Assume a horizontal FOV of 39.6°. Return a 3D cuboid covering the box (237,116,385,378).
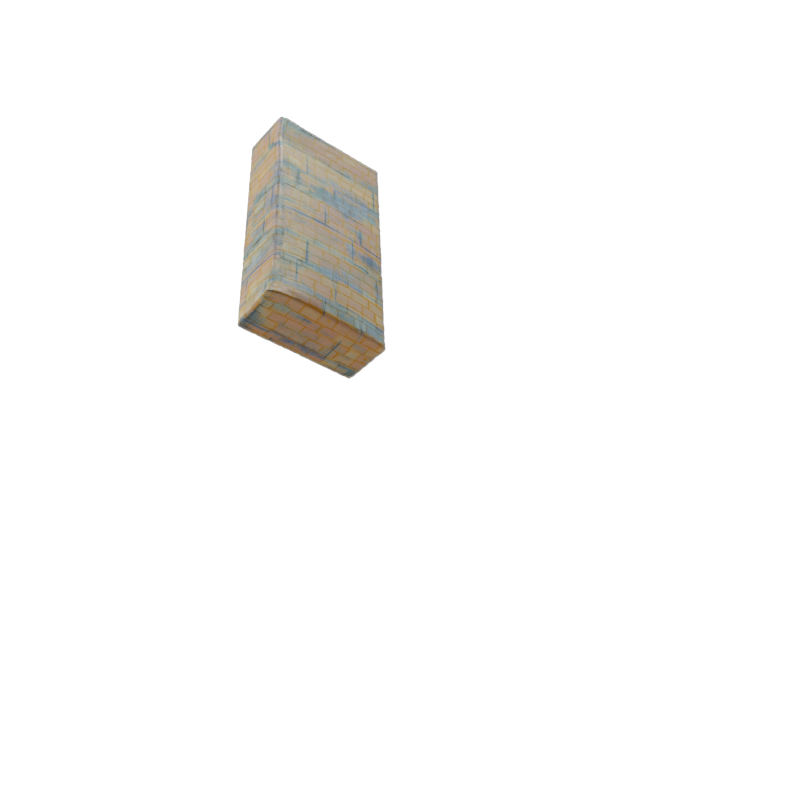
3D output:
[{"bbox_3d":[-0.060,-0.109,0.766,0.089,0.189,0.047,26,-51,-27],"label":"box"}]
